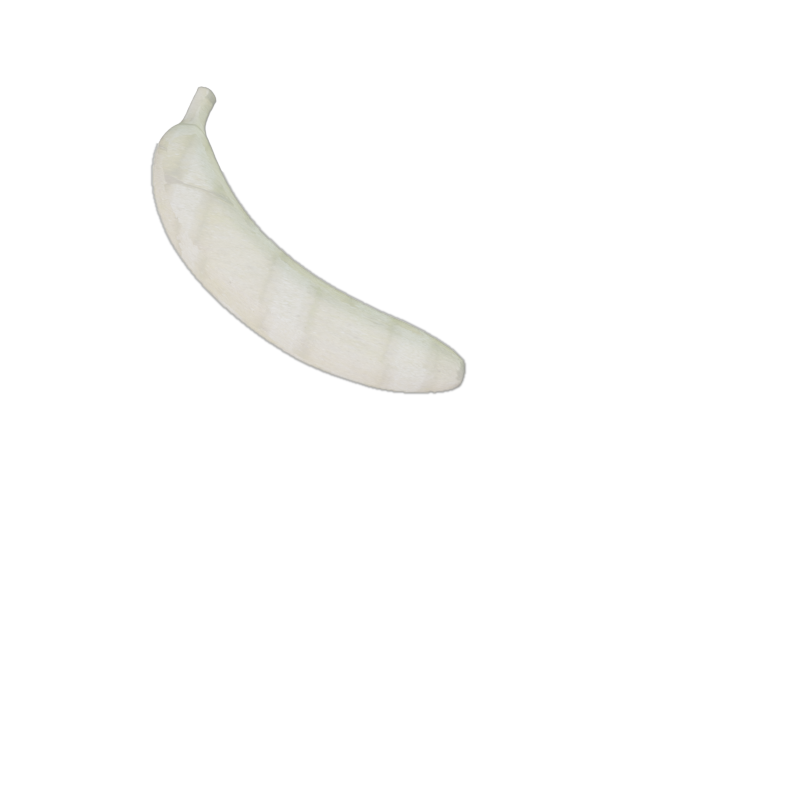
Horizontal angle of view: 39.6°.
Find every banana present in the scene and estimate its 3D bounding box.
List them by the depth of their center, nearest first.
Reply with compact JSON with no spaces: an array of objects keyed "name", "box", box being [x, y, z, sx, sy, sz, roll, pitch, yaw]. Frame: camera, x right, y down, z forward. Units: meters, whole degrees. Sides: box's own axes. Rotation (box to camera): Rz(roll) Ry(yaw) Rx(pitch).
[{"name":"banana","box":[-0.057,-0.066,0.520,0.070,0.205,0.035,-39,-13,-11]}]
